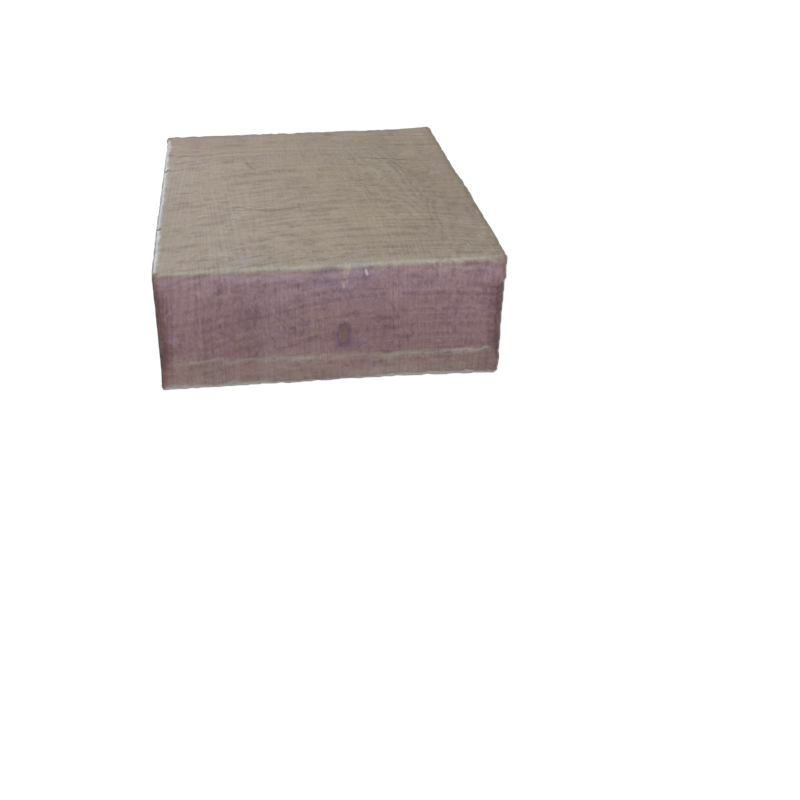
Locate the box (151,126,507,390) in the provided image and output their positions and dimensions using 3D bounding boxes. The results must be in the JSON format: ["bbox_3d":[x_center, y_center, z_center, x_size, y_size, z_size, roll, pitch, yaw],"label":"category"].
[{"bbox_3d":[-0.026,-0.047,0.329,0.089,0.037,0.121,-3,28,-7],"label":"box"}]
